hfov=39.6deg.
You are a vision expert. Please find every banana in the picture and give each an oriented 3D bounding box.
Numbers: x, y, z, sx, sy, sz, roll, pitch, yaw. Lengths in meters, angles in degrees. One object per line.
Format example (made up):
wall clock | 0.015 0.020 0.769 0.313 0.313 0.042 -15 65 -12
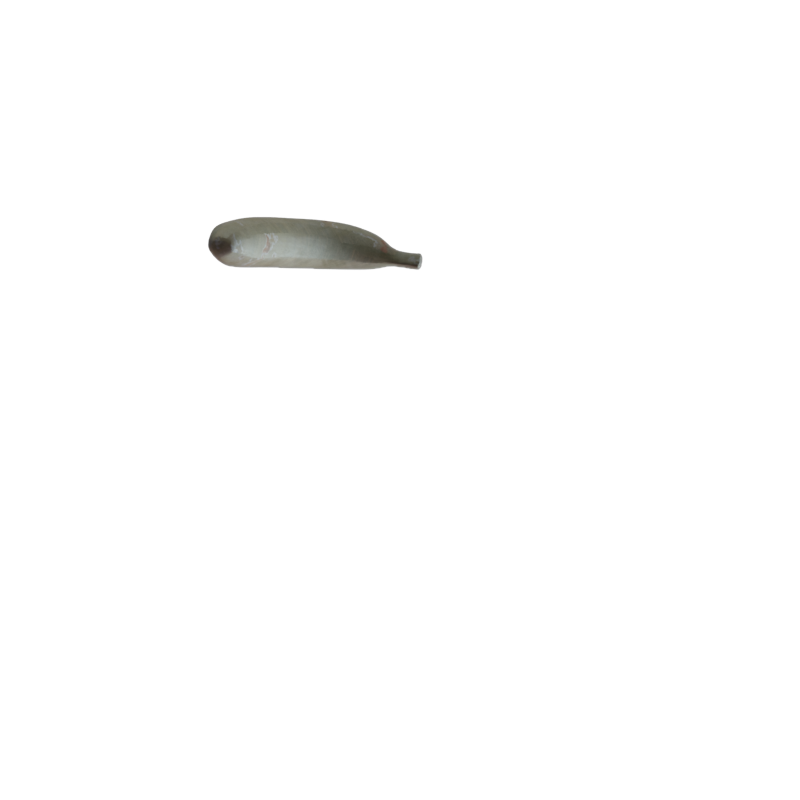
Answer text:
banana | -0.072 -0.112 0.788 0.072 0.037 0.190 4 6 44
